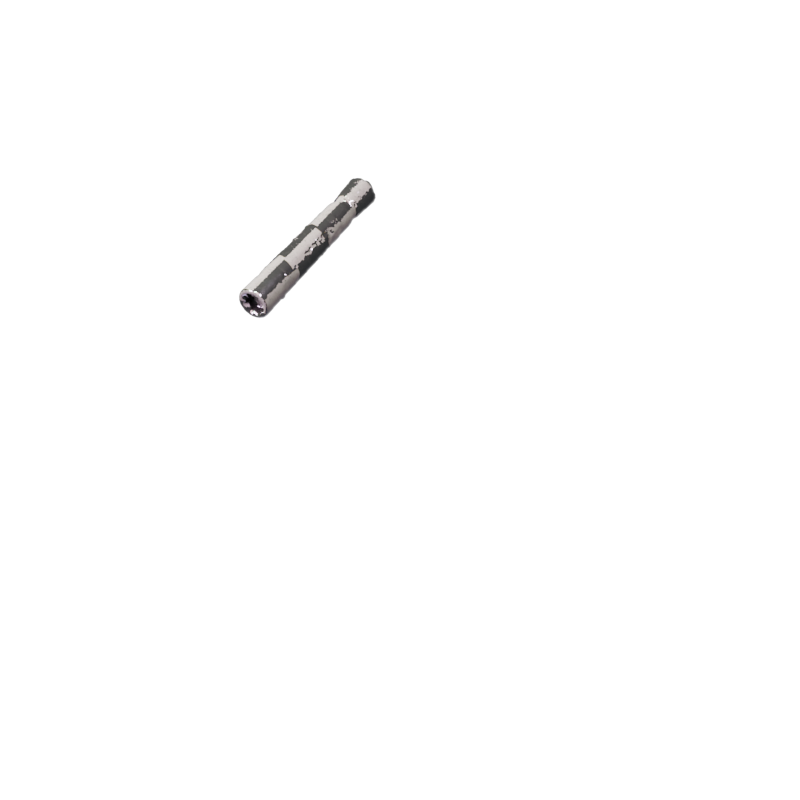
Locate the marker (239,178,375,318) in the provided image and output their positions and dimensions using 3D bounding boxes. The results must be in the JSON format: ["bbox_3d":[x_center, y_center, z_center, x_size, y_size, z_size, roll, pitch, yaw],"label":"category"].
[{"bbox_3d":[-0.049,-0.089,0.624,0.020,0.018,0.124,2,39,36],"label":"marker"}]
